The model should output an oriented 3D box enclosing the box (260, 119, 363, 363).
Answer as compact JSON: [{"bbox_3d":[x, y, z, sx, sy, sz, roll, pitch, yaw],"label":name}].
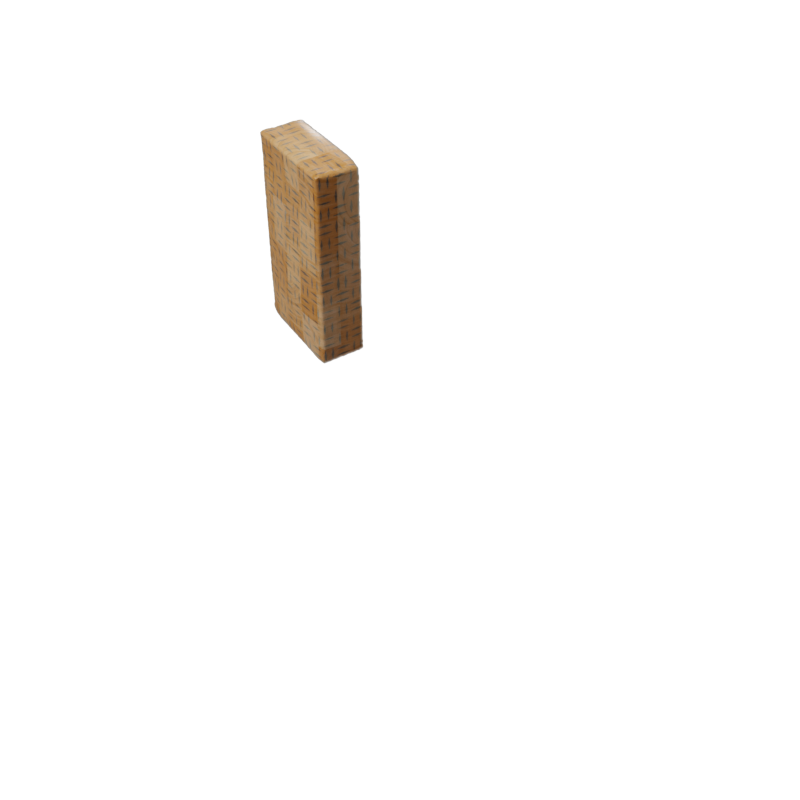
[{"bbox_3d":[-0.070,-0.128,0.897,0.047,0.165,0.101,-17,41,-26],"label":"box"}]
